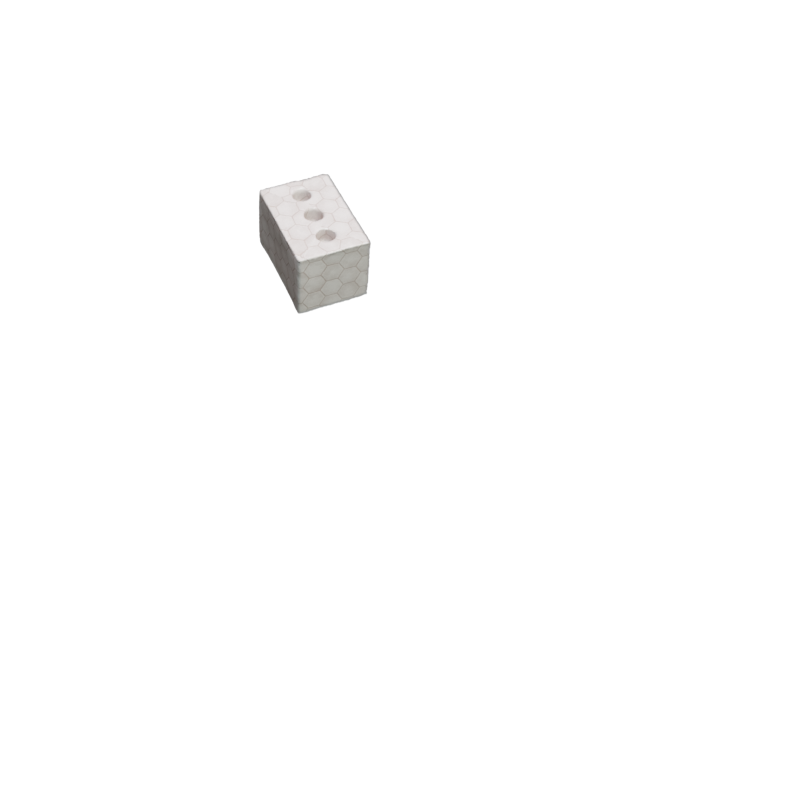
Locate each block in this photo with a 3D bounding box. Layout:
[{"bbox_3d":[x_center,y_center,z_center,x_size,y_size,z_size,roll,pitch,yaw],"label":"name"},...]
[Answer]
[{"bbox_3d":[-0.059,-0.108,0.753,0.052,0.048,0.084,-17,49,-17],"label":"block"}]
